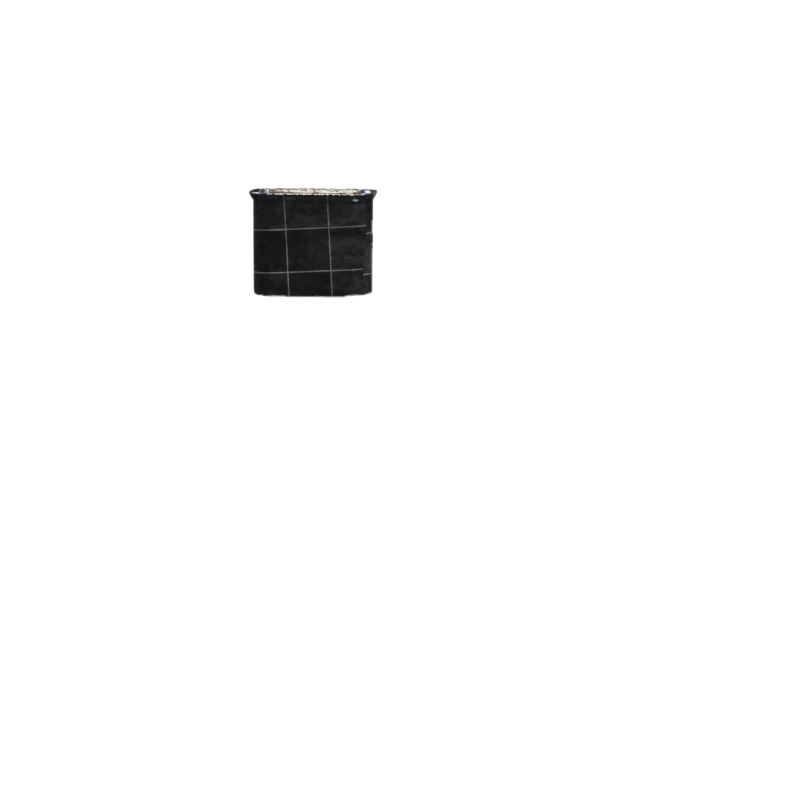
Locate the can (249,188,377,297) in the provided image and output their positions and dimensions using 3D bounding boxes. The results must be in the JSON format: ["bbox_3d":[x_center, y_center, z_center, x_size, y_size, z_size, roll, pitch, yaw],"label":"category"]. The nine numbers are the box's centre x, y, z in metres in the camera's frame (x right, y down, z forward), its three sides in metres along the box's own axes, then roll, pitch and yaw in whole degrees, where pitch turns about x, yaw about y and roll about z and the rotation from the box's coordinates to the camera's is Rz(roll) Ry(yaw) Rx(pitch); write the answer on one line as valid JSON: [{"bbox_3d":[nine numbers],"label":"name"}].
[{"bbox_3d":[-0.070,-0.128,0.898,0.102,0.082,0.058,1,9,4],"label":"can"}]
